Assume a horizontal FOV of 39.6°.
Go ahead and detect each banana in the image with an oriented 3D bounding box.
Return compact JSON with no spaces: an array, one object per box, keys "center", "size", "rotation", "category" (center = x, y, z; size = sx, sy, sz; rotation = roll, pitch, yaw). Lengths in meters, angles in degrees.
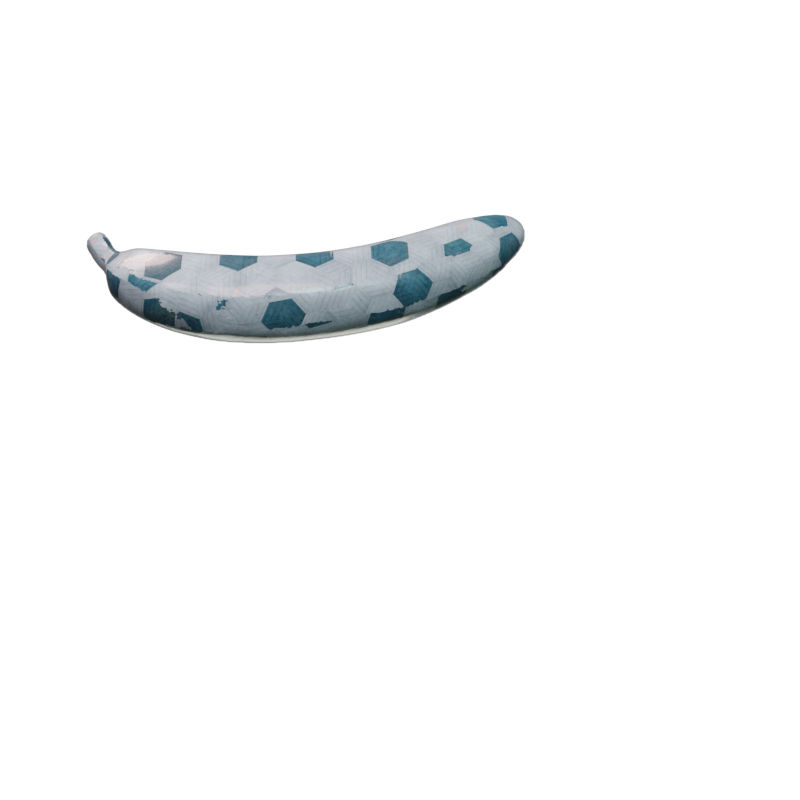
[{"center":[-0.041,-0.055,0.476],"size":[0.197,0.075,0.034],"rotation":[-1,-40,-1],"category":"banana"}]
